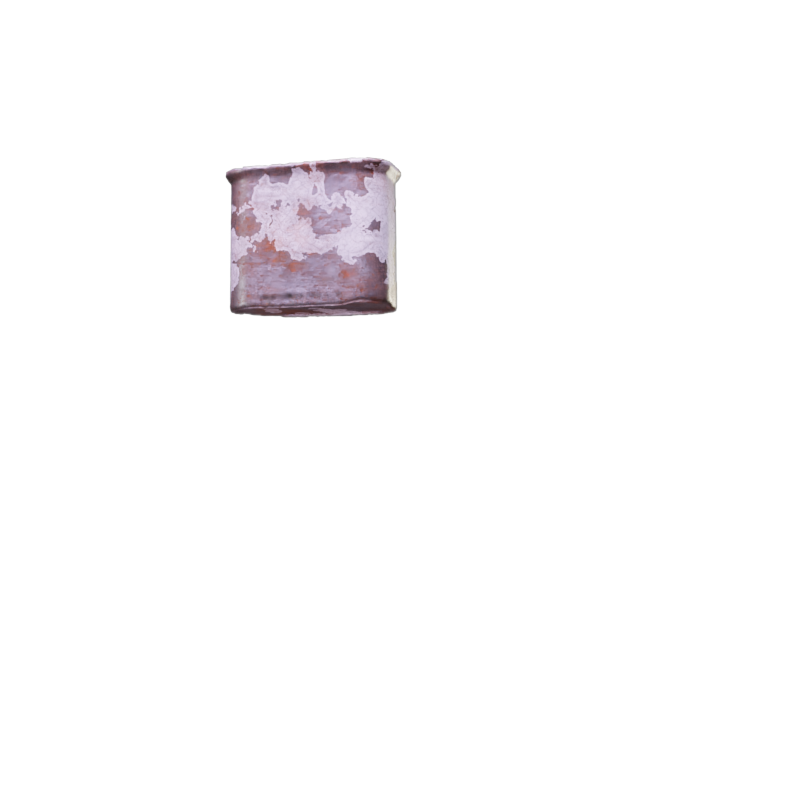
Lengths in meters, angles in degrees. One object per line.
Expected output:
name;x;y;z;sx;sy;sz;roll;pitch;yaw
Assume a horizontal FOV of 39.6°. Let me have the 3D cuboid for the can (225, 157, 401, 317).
can;-0.051;-0.093;0.653;0.104;0.086;0.055;-2;-8;16
